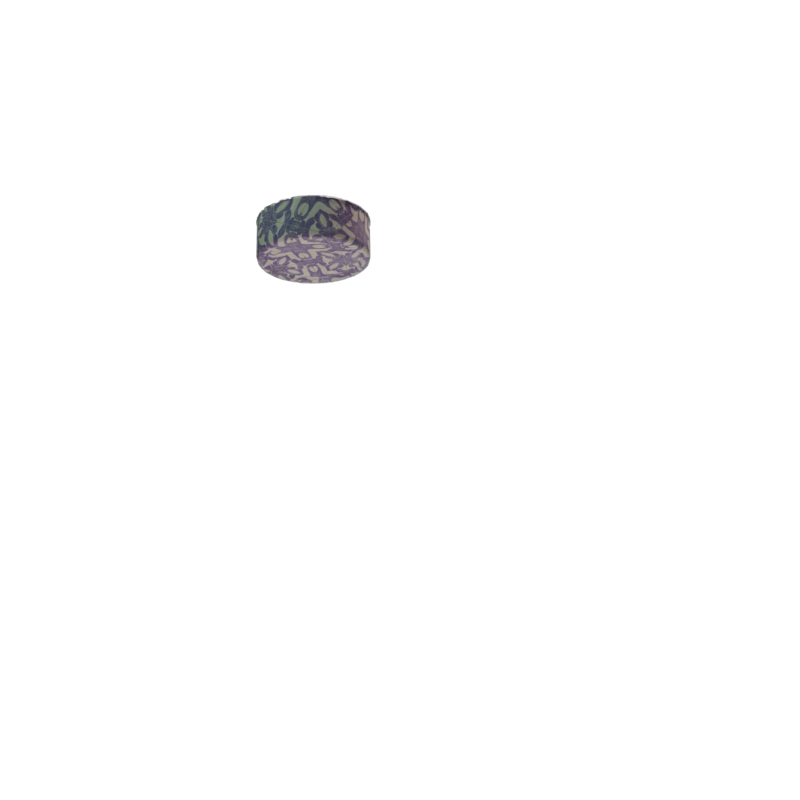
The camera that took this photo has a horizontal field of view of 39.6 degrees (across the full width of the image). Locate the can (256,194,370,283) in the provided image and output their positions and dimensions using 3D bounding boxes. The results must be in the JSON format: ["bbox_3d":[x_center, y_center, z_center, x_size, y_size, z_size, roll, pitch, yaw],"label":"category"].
[{"bbox_3d":[-0.064,-0.117,0.822,0.086,0.035,0.082,0,-20,-2],"label":"can"}]
